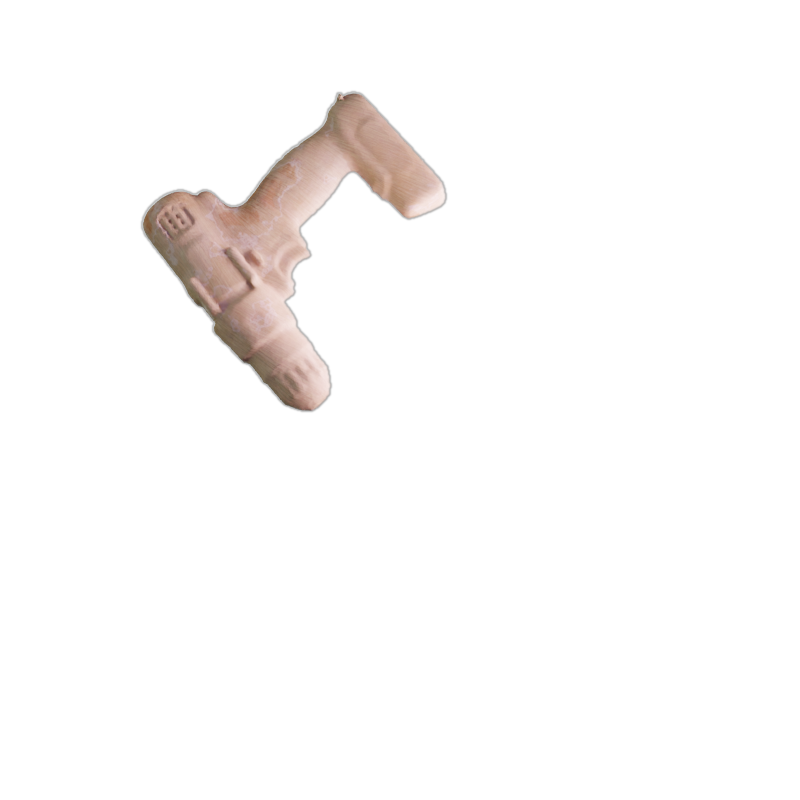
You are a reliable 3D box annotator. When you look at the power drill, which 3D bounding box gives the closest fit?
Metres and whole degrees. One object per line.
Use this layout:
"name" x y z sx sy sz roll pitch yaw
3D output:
"power drill" -0.061 -0.111 0.780 0.188 0.190 0.056 -39 -10 -8
